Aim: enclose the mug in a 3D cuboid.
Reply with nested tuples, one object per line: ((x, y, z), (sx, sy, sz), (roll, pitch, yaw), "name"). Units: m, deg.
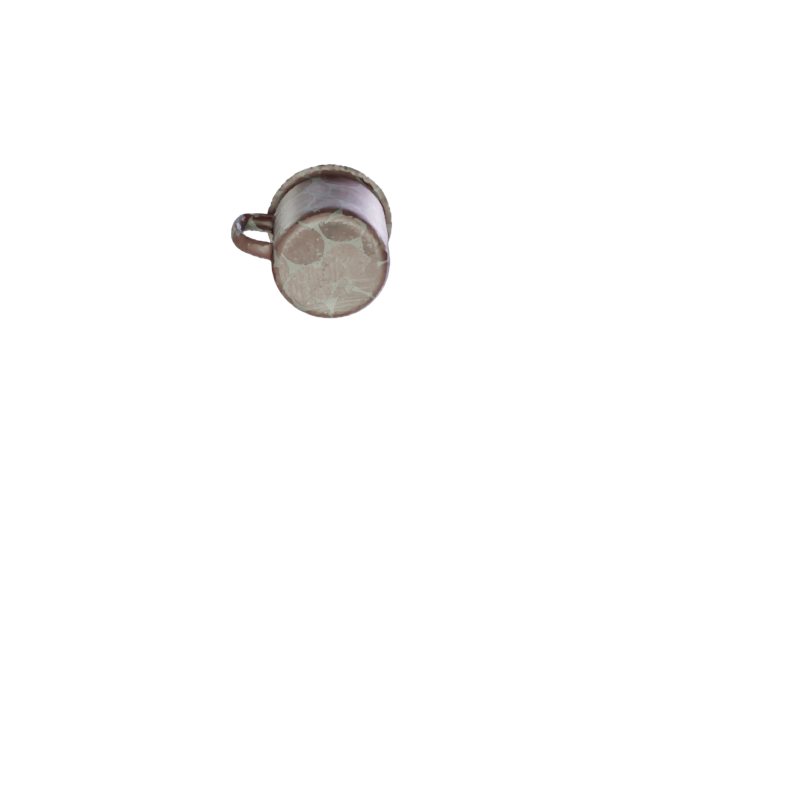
((-0.061, -0.112, 0.784), (0.116, 0.089, 0.086), (9, 26, -6), "mug")
